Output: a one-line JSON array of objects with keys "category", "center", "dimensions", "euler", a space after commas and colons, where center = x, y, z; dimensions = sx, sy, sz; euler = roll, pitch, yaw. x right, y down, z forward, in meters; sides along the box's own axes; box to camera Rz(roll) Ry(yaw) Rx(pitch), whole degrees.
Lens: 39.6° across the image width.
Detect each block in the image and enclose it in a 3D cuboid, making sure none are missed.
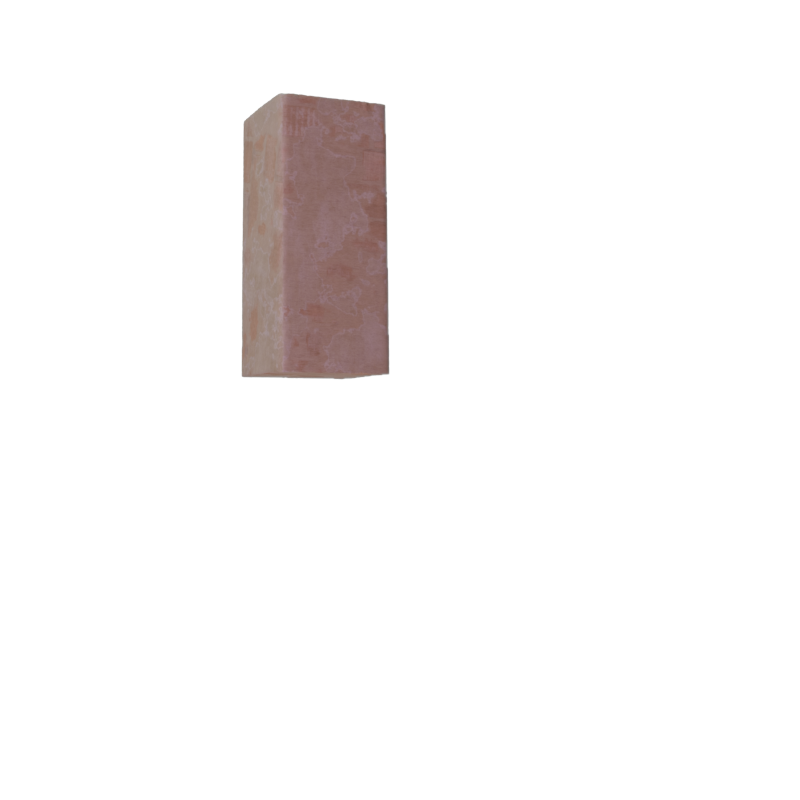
[{"category": "block", "center": [-0.067, -0.122, 0.856], "dimensions": [0.088, 0.211, 0.091], "euler": [3, -9, -24]}]
